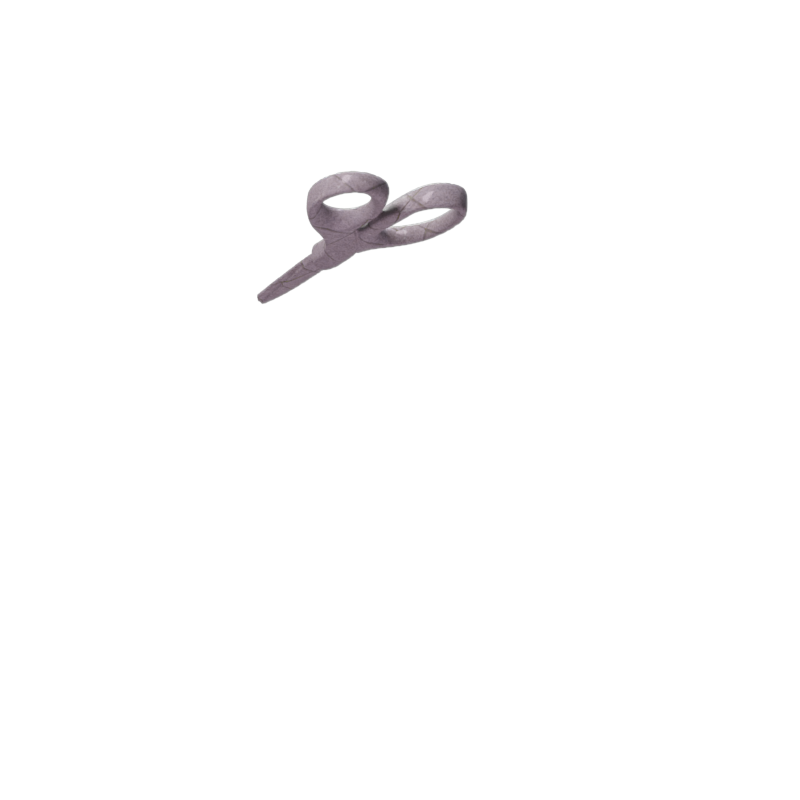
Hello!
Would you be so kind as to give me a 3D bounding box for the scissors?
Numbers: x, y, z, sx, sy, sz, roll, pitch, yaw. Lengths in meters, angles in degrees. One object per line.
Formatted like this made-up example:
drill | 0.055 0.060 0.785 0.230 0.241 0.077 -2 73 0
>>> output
scissors | -0.051 -0.094 0.656 0.204 0.016 0.091 -15 -22 41
